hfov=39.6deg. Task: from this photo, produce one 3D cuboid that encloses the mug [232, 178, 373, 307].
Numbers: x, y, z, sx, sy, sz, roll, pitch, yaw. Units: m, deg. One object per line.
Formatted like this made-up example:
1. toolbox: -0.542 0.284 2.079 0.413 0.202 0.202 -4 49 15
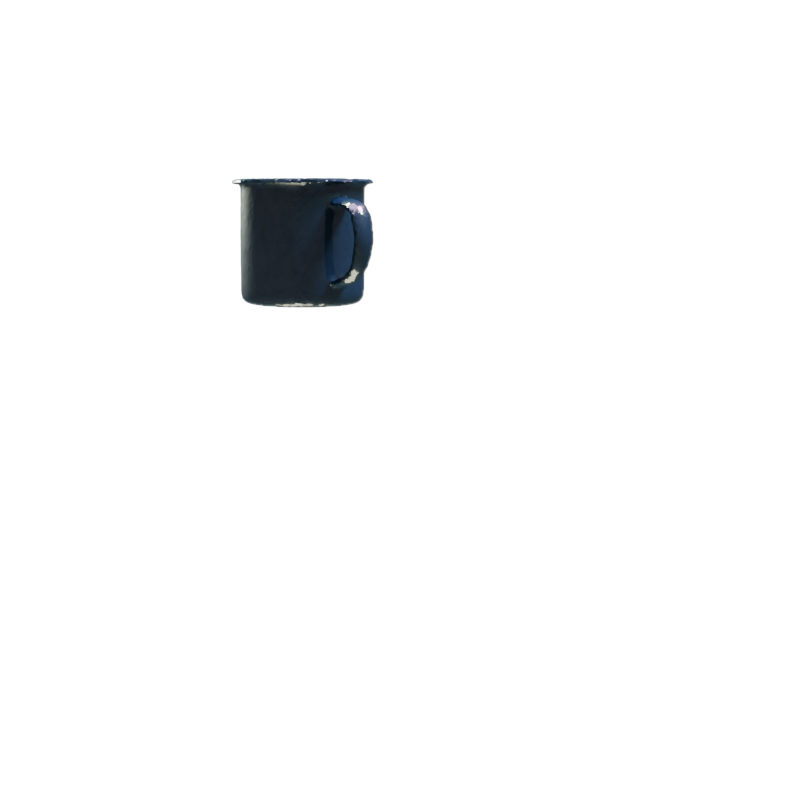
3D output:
1. mug: -0.057 -0.103 0.724 0.090 0.081 0.122 -5 9 -39
